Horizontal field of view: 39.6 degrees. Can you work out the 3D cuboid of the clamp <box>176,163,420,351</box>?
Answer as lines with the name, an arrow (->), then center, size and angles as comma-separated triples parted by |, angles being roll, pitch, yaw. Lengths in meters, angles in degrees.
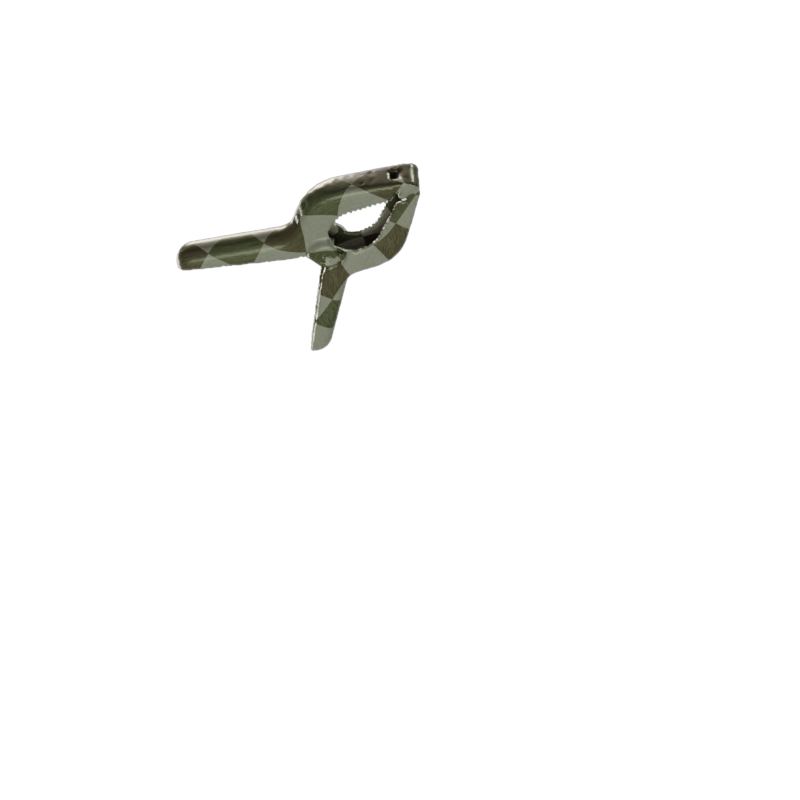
clamp -> -0.071, -0.129, 0.906 | 0.156, 0.039, 0.206 | 27, -49, -28
